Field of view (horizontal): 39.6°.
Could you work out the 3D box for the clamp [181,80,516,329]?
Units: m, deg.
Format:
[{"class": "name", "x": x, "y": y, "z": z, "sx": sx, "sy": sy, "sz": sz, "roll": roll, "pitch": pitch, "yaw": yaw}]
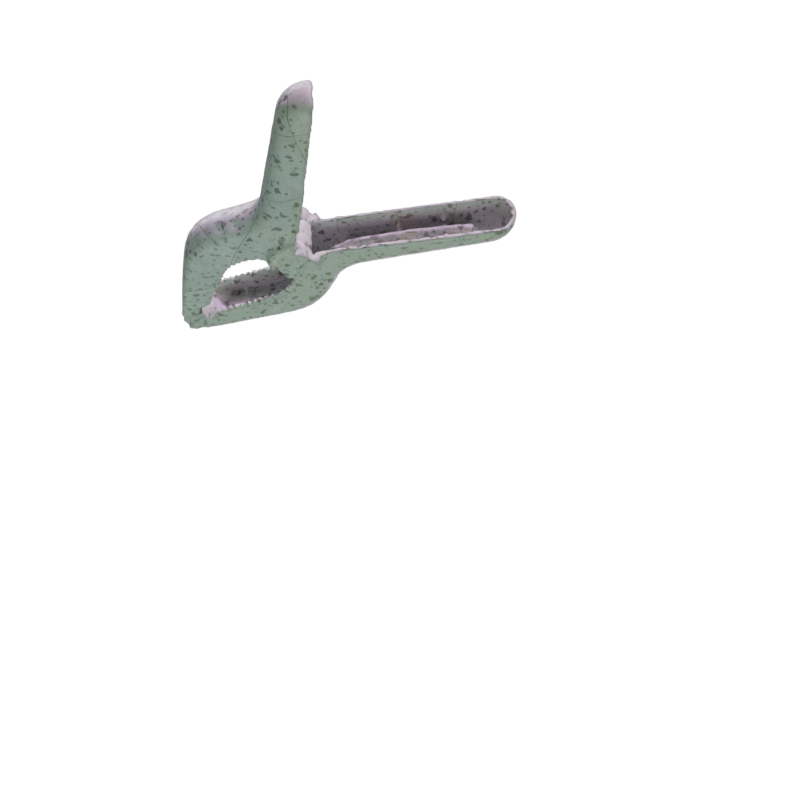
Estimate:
[{"class": "clamp", "x": -0.050, "y": -0.091, "z": 0.641, "sx": 0.156, "sy": 0.039, "sz": 0.208, "roll": 21, "pitch": -36, "yaw": -32}]
